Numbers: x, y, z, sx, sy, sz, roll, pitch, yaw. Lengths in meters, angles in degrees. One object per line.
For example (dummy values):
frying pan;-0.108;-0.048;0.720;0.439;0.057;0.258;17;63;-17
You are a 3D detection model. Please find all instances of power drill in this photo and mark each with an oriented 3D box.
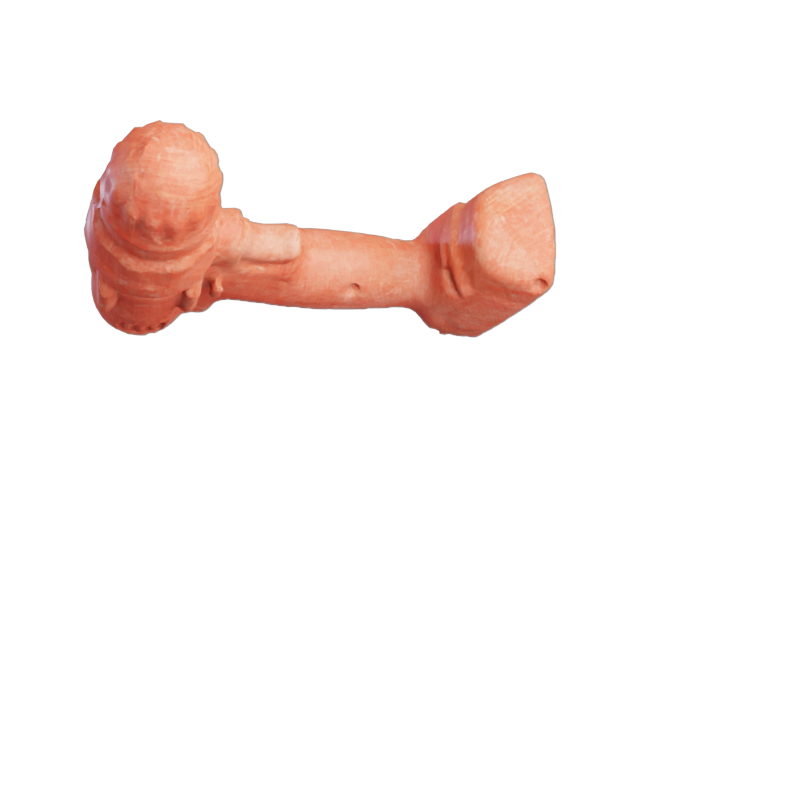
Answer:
power drill;-0.036;-0.066;0.462;0.184;0.059;0.183;2;-8;-14
